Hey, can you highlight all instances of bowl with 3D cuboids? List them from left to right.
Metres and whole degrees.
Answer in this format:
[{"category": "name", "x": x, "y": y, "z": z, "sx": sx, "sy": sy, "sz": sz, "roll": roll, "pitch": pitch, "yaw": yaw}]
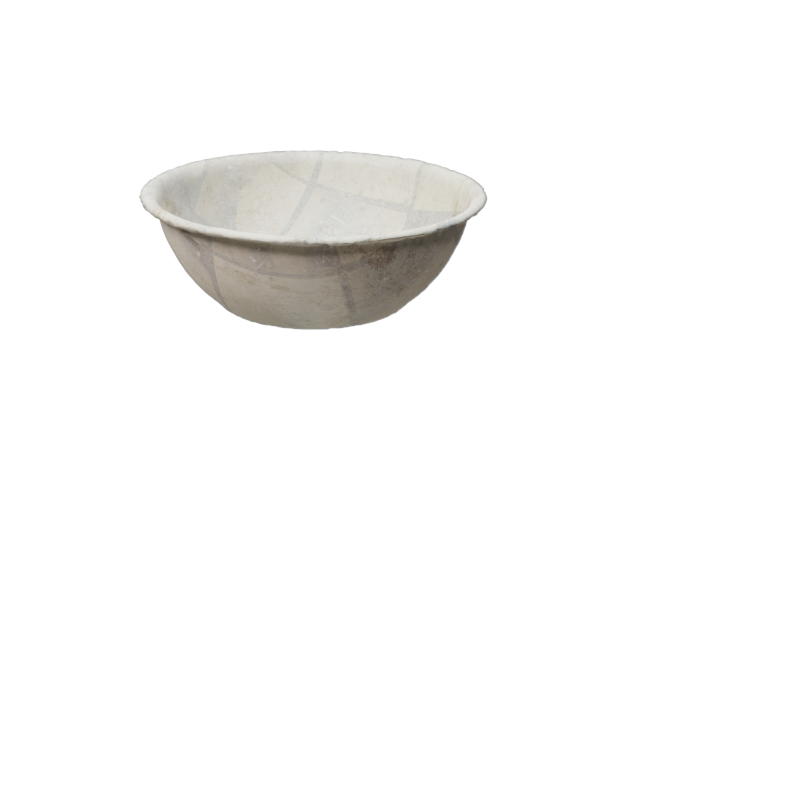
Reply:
[{"category": "bowl", "x": -0.041, "y": -0.075, "z": 0.527, "sx": 0.162, "sy": 0.053, "sz": 0.170, "roll": -1, "pitch": 24, "yaw": -2}]
